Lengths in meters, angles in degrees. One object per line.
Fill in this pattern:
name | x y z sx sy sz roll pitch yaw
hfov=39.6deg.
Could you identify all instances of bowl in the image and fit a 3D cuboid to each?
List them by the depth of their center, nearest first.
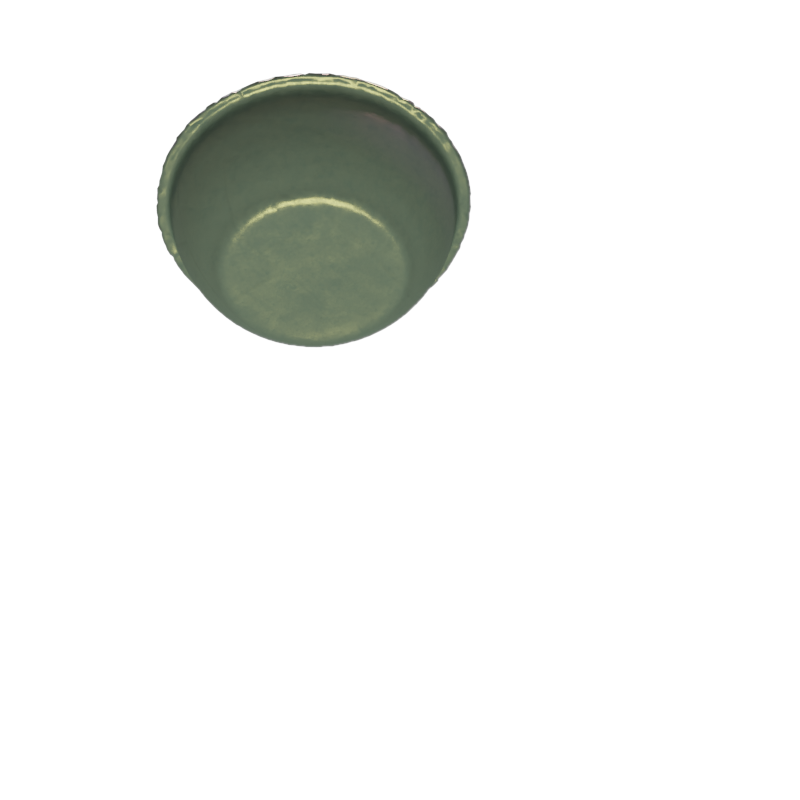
bowl | -0.043 -0.079 0.551 0.162 0.151 0.059 1 41 -1
